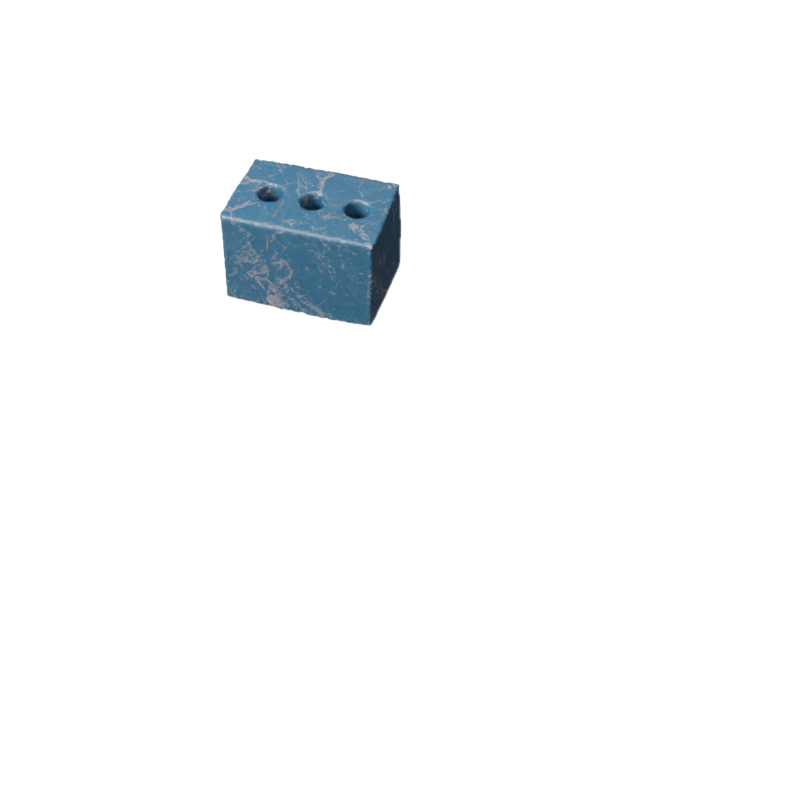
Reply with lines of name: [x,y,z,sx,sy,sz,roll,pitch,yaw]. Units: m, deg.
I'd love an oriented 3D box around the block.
block: [-0.043,-0.078,0.545,0.080,0.048,0.055,12,43,12]
